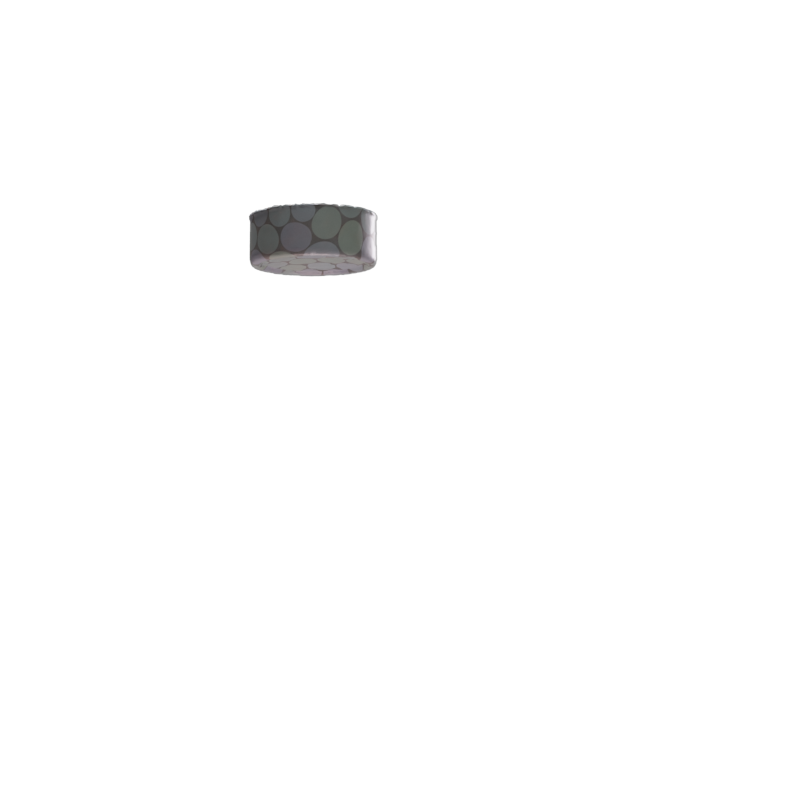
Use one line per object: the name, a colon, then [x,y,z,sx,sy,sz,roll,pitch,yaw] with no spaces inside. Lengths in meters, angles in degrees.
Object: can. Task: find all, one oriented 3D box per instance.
can: [-0.058,-0.105,0.735,0.086,0.034,0.084,0,-4,-2]
